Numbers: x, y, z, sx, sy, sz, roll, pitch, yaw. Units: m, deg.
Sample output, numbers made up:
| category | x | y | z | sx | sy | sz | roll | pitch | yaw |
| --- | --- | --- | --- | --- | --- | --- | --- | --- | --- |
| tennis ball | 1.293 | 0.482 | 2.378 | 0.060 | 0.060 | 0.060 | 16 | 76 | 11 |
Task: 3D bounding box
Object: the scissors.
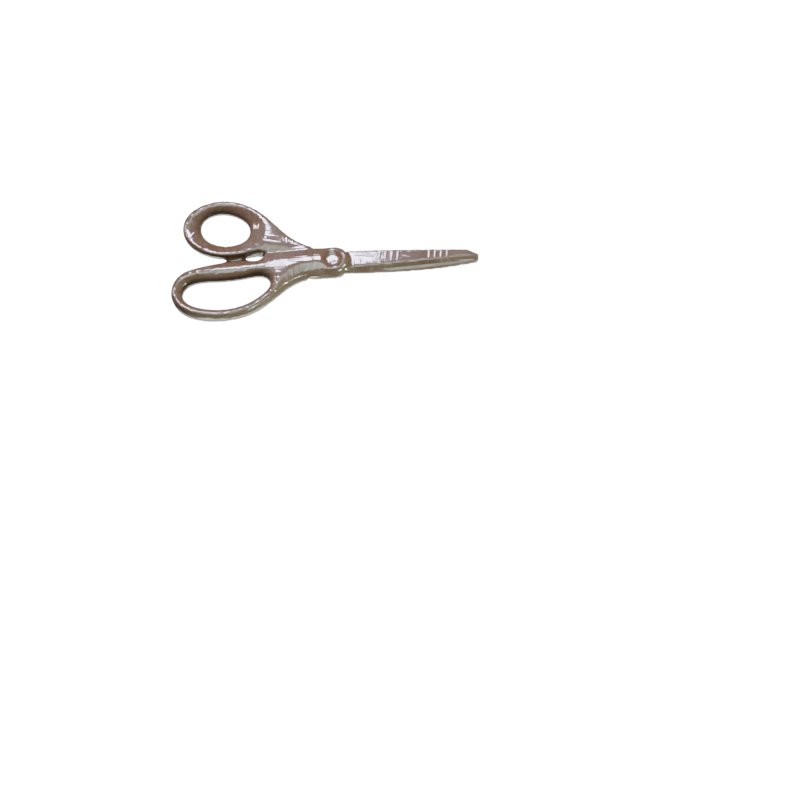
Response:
| category | x | y | z | sx | sy | sz | roll | pitch | yaw |
| --- | --- | --- | --- | --- | --- | --- | --- | --- | --- |
| scissors | -0.058 | -0.106 | 0.744 | 0.200 | 0.103 | 0.015 | -17 | -27 | -9 |
